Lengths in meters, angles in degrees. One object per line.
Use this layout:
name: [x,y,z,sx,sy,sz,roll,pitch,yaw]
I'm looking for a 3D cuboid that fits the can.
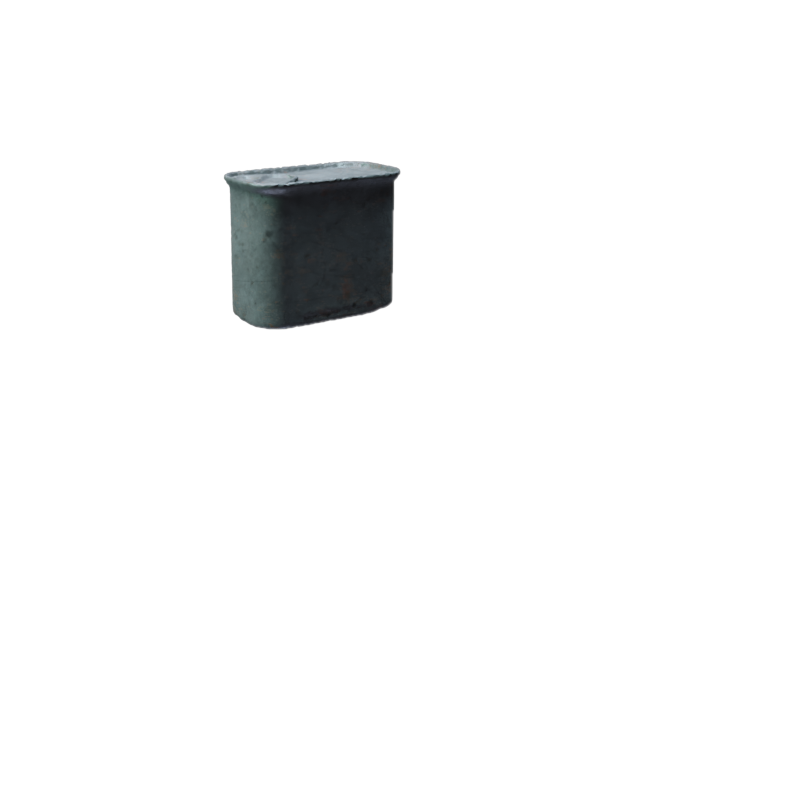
can: [-0.051,-0.093,0.649,0.099,0.081,0.061,-11,19,-34]
